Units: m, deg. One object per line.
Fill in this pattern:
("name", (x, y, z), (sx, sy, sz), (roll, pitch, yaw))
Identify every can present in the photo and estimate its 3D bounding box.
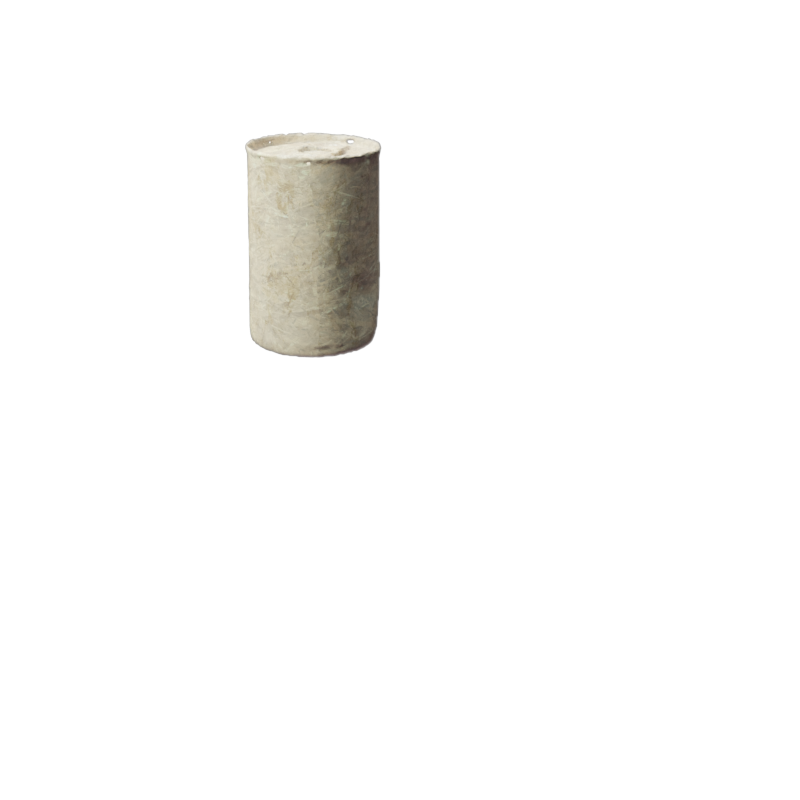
("can", (-0.044, -0.081, 0.567), (0.068, 0.098, 0.071), (0, 18, -2))
